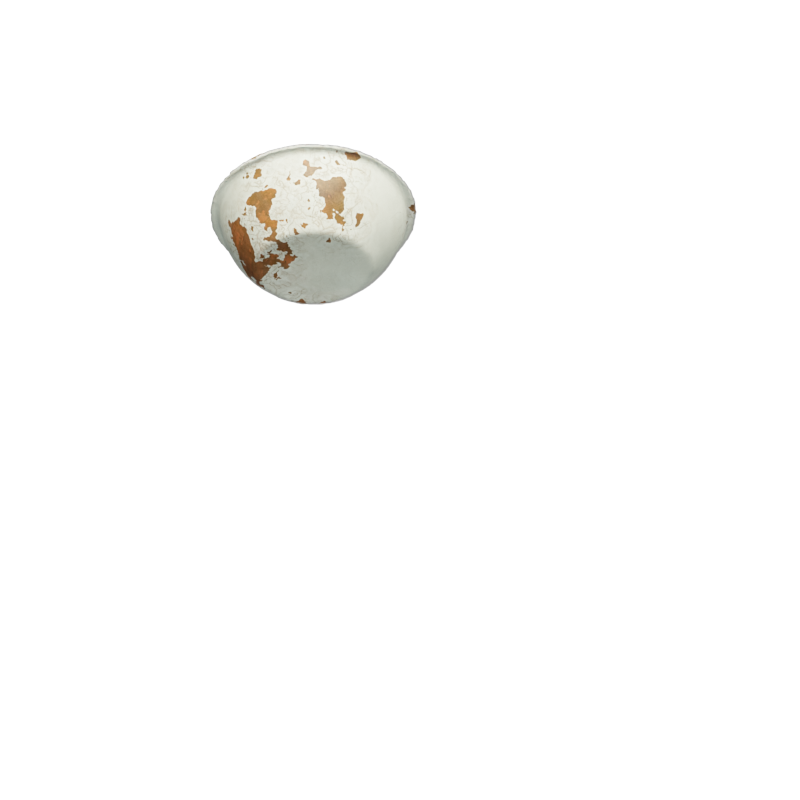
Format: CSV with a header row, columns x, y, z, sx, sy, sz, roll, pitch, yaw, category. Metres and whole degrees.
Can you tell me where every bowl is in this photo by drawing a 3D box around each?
x,y,z,sx,sy,sz,roll,pitch,yaw,category
-0.067,-0.122,0.857,0.162,0.059,0.151,1,-35,-2,bowl
